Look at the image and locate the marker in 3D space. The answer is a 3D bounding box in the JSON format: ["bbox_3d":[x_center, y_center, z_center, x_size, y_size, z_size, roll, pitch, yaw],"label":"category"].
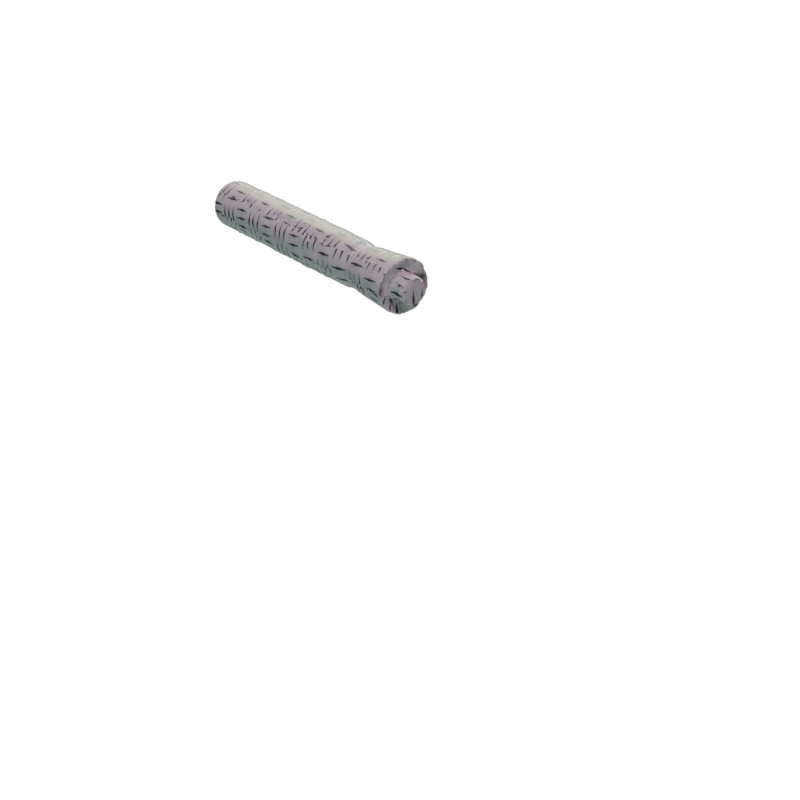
[{"bbox_3d":[-0.031,-0.056,0.393,0.019,0.019,0.129,-3,22,-35],"label":"marker"}]
